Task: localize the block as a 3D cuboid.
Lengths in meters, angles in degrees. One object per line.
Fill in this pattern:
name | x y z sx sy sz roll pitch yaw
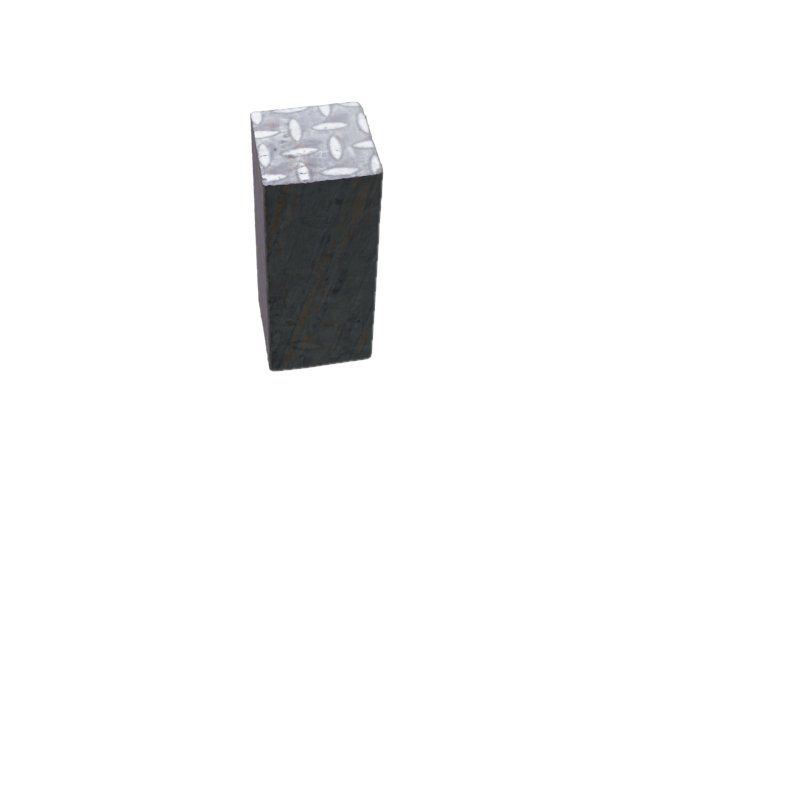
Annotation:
block | -0.069 -0.128 0.894 0.089 0.098 0.192 -6 -42 -9
